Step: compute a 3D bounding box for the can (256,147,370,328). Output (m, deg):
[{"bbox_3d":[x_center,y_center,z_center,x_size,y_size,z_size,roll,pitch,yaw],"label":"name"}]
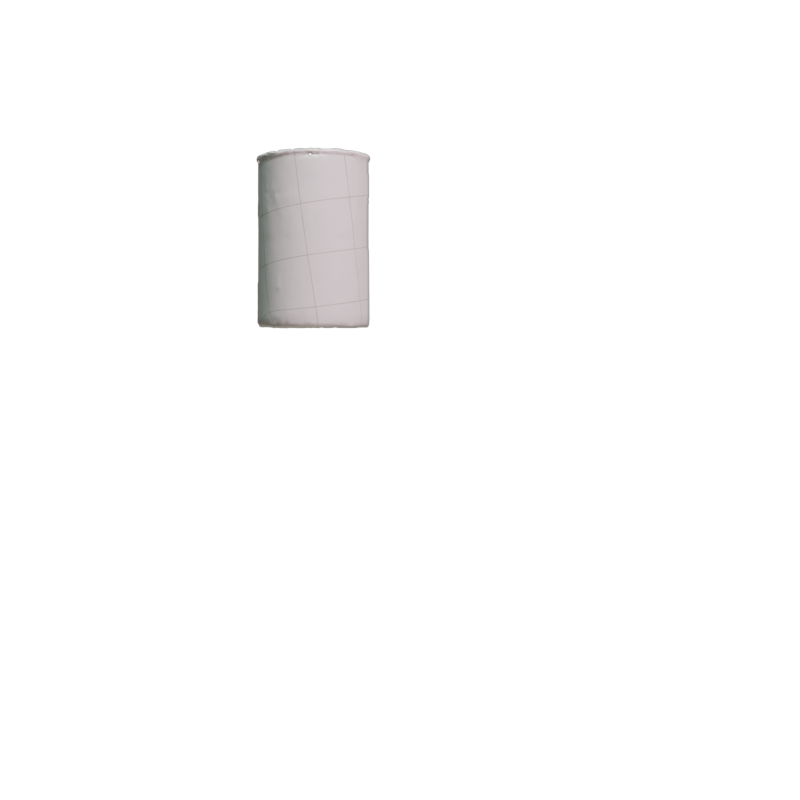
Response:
[{"bbox_3d":[-0.052,-0.094,0.659,0.068,0.103,0.068,0,-2,-2],"label":"can"}]
